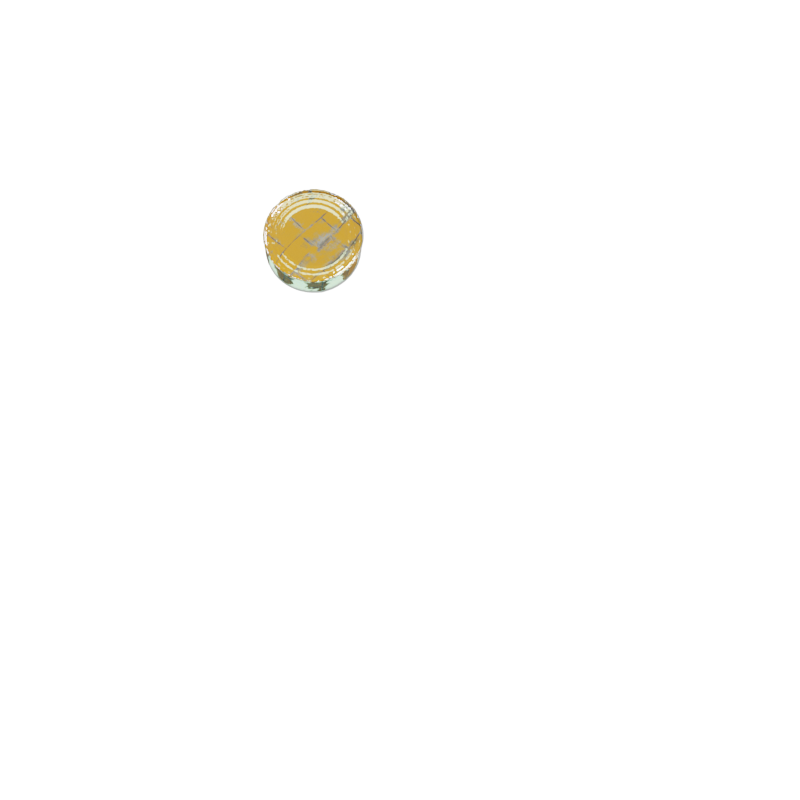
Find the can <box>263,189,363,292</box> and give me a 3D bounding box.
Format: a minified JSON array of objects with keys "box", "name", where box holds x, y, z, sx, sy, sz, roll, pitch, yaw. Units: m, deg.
[{"box":[-0.075,-0.137,0.963,0.086,0.090,0.032,-1,-20,-1],"name":"can"}]
